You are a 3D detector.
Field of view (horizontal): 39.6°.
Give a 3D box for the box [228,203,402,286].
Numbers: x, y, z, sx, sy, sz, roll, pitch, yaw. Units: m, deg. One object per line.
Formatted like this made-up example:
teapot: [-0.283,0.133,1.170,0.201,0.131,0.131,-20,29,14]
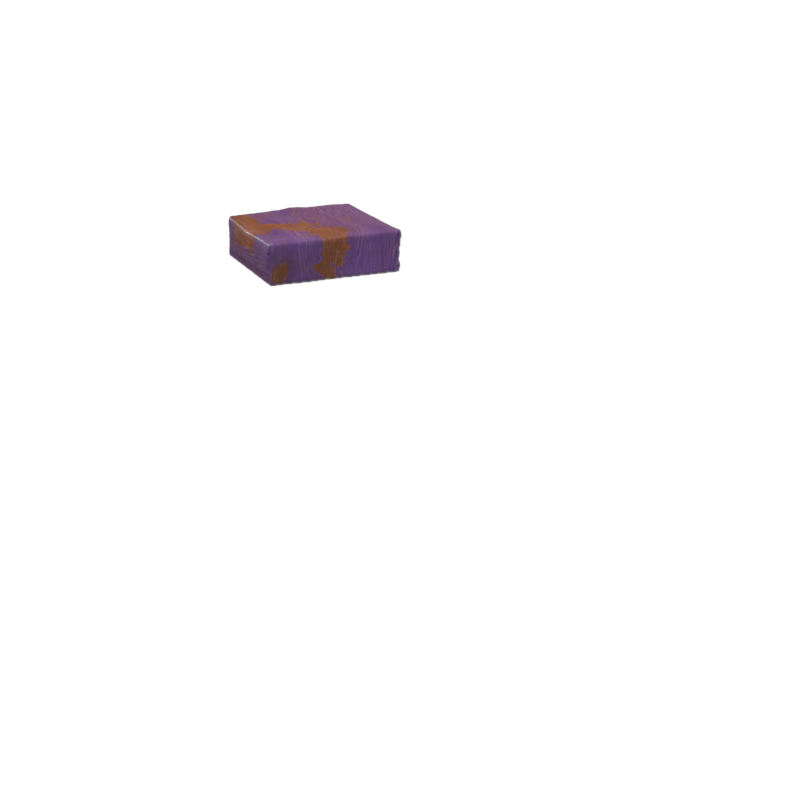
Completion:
box: [-0.054,-0.099,0.695,0.087,0.029,0.078,-10,25,-23]
